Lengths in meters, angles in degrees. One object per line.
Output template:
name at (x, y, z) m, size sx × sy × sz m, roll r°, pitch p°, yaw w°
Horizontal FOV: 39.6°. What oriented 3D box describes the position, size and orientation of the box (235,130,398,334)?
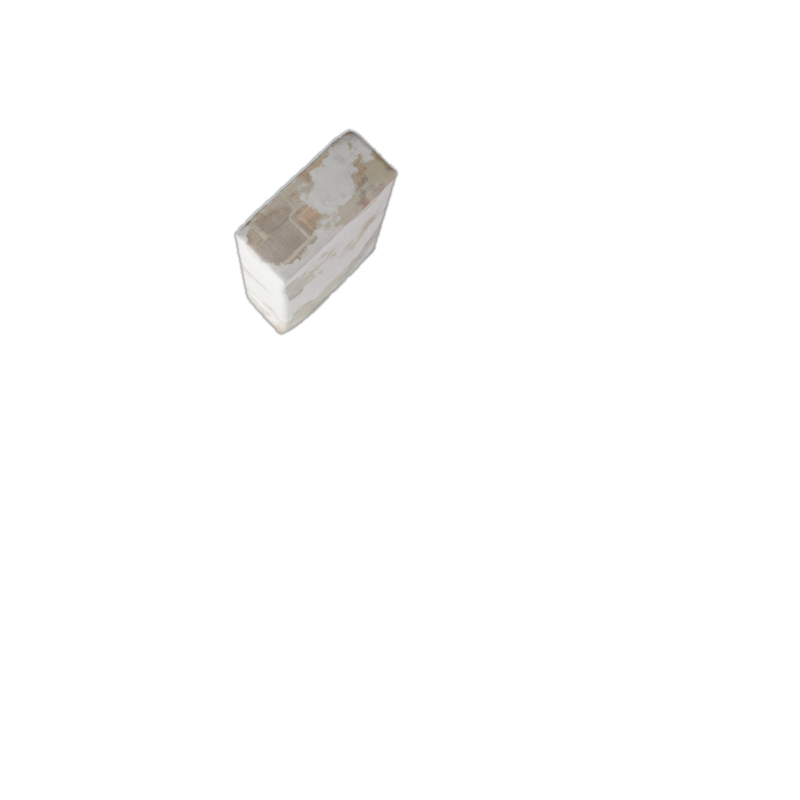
box at (-0.054, -0.099, 0.692) m, size 0.049 × 0.094 × 0.171 m, roll 44°, pitch -10°, yaw 3°
